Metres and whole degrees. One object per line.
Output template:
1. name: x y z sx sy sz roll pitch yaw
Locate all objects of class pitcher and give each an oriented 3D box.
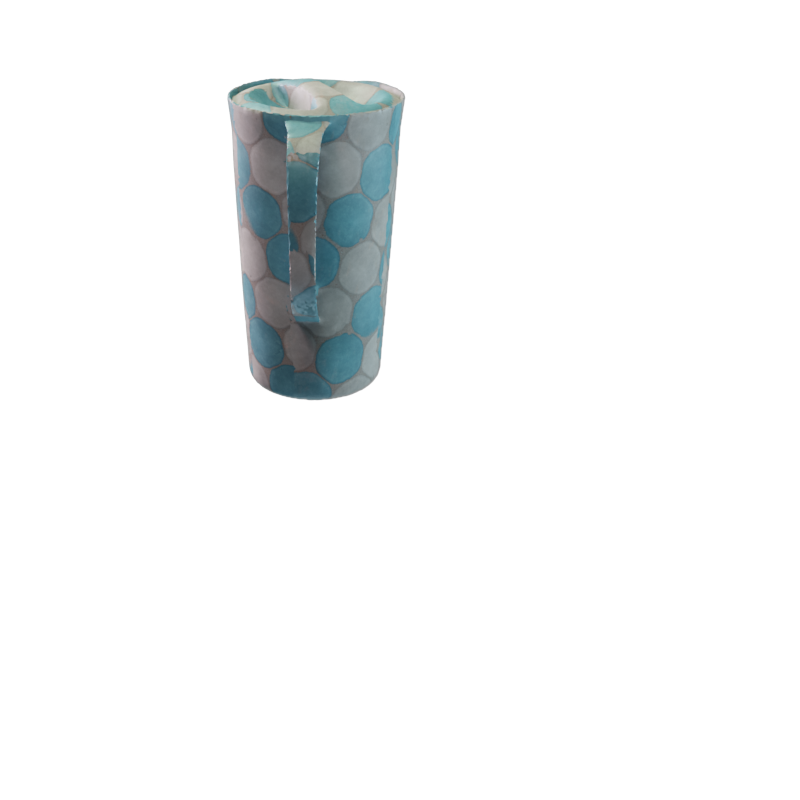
1. pitcher: -0.068 -0.123 0.862 0.147 0.232 0.154 -19 30 -40
